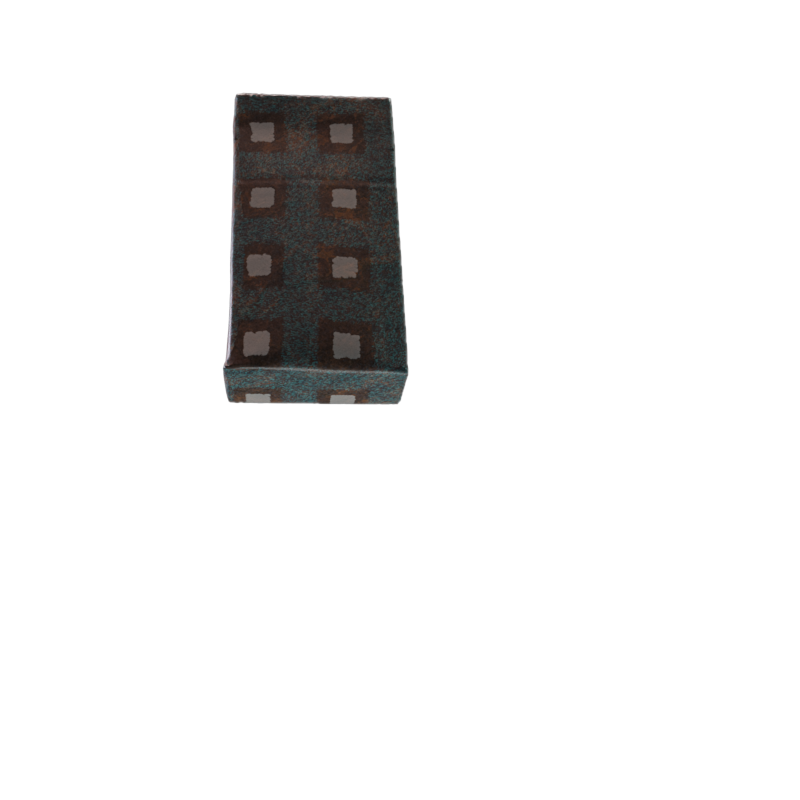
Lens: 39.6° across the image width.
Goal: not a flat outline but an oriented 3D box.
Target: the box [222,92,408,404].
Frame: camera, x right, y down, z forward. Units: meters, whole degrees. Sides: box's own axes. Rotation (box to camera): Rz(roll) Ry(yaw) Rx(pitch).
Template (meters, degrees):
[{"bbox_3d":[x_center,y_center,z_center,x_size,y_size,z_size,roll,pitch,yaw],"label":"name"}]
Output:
[{"bbox_3d":[-0.047,-0.086,0.607,0.093,0.188,0.045,0,-31,-4],"label":"box"}]
